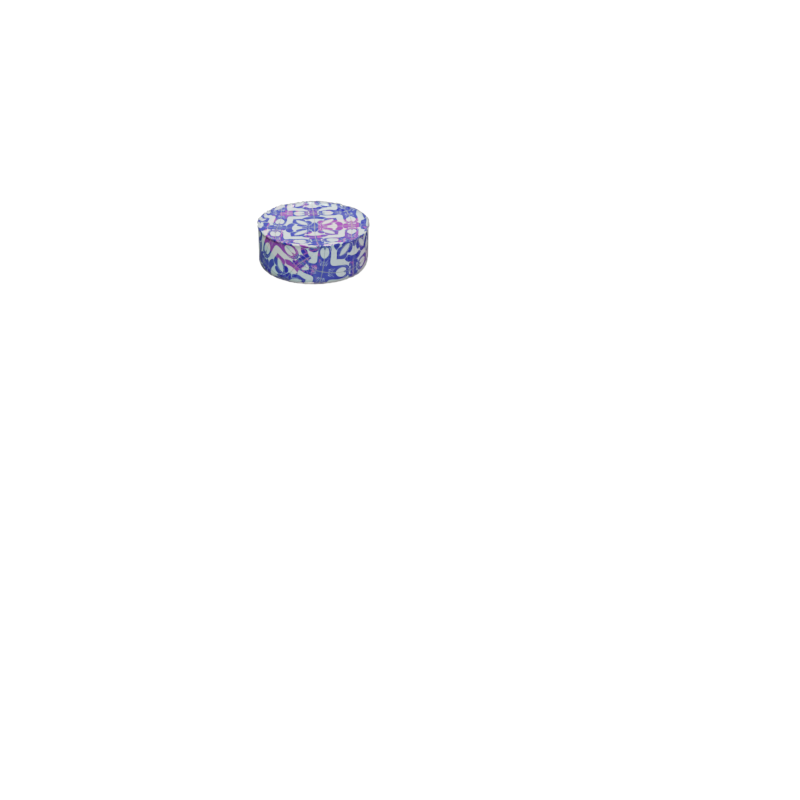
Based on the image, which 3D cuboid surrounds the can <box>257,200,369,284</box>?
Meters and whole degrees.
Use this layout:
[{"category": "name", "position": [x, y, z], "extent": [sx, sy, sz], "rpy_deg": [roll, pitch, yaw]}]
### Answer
[{"category": "can", "position": [-0.067, -0.122, 0.851], "extent": [0.086, 0.032, 0.091], "rpy_deg": [-1, 30, -2]}]
